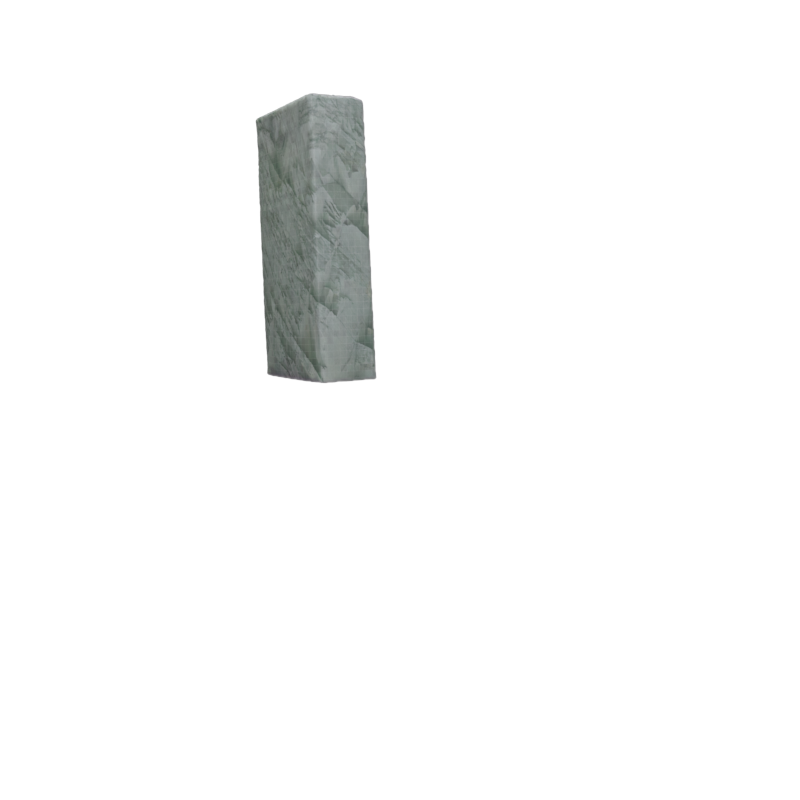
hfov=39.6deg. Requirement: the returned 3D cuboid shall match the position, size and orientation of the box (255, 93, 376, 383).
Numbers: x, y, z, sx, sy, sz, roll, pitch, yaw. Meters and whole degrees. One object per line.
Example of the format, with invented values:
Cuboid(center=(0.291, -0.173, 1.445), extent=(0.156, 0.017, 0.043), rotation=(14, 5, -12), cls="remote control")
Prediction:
Cuboid(center=(-0.056, -0.102, 0.714), extent=(0.046, 0.178, 0.096), rotation=(1, -3, -27), cls="box")
